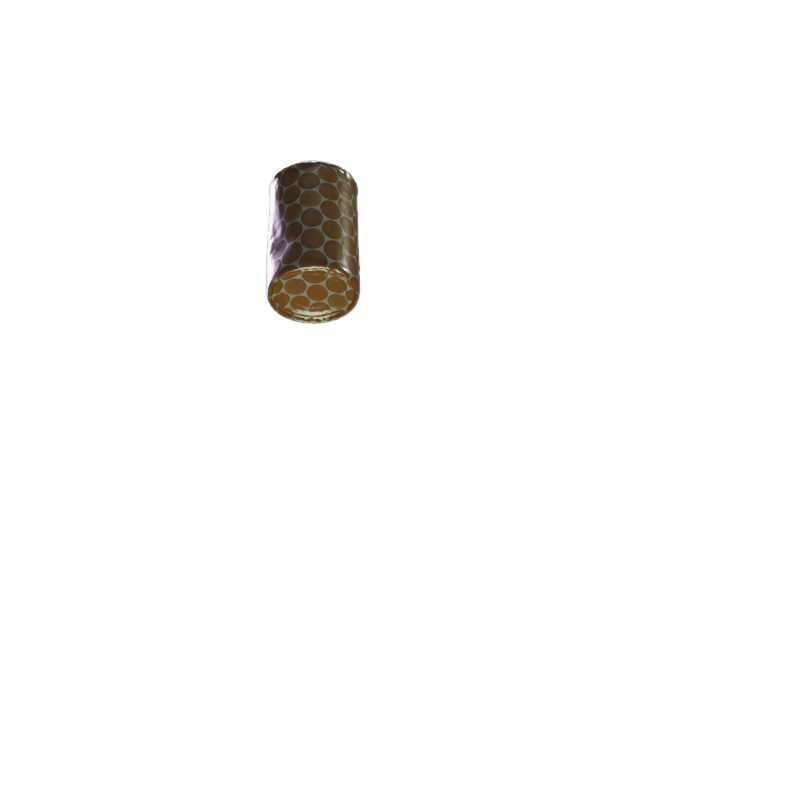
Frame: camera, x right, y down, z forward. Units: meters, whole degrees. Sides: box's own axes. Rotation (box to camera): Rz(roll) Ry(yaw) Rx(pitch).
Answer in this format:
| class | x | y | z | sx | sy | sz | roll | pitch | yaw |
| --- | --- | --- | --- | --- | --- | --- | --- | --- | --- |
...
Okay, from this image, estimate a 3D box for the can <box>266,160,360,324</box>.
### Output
| class | x | y | z | sx | sy | sz | roll | pitch | yaw |
| --- | --- | --- | --- | --- | --- | --- | --- | --- | --- |
| can | -0.063 | -0.115 | 0.809 | 0.068 | 0.110 | 0.064 | -1 | -38 | -3 |
